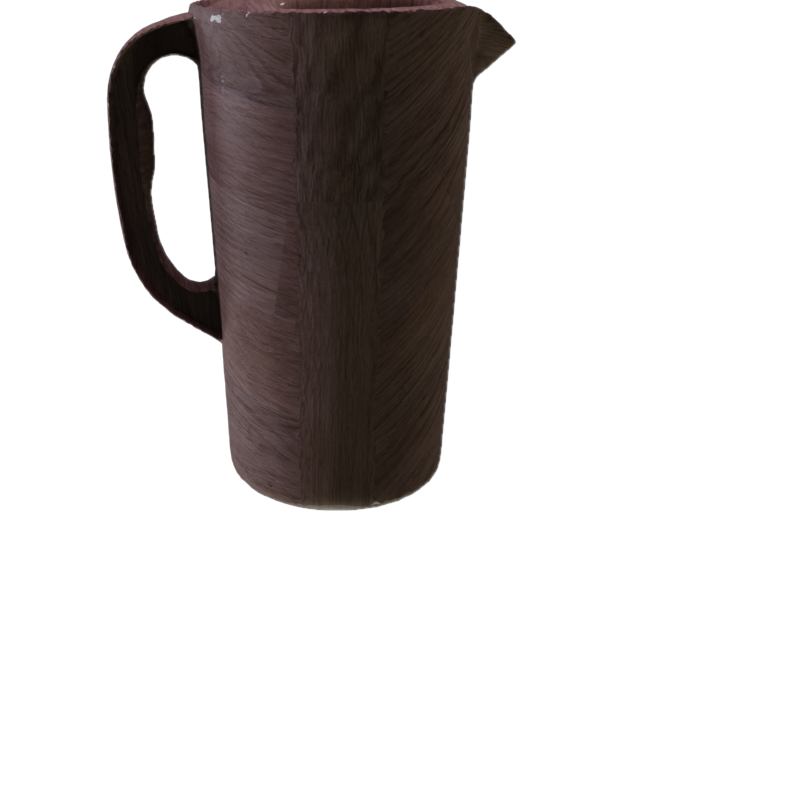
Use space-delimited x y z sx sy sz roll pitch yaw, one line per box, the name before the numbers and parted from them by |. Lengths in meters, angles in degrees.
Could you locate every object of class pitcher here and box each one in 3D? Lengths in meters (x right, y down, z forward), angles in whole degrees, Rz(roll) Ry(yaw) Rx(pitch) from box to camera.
pitcher | -0.042 -0.077 0.537 0.157 0.234 0.143 14 22 34
